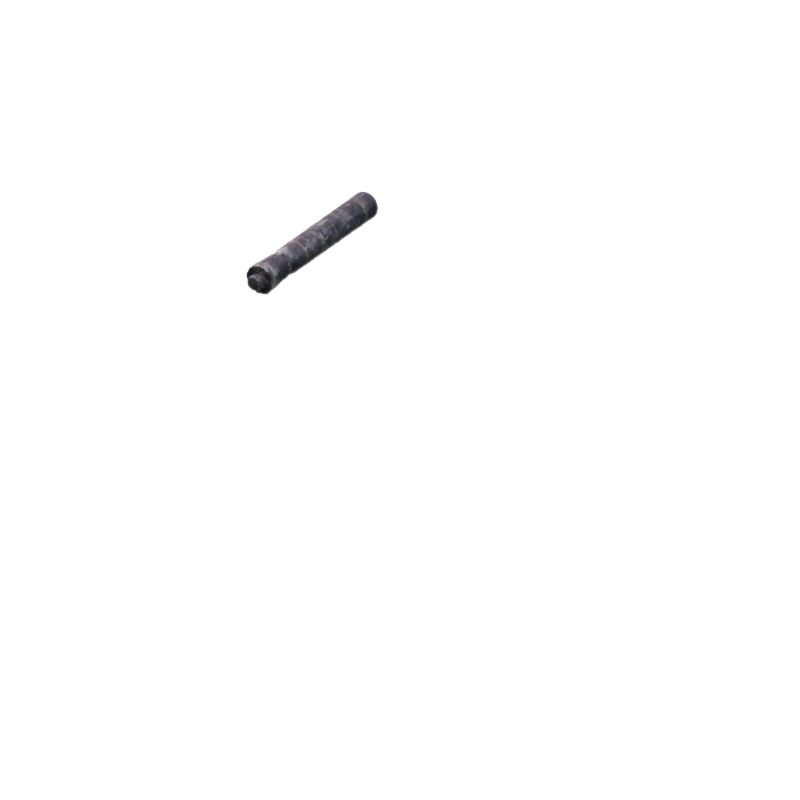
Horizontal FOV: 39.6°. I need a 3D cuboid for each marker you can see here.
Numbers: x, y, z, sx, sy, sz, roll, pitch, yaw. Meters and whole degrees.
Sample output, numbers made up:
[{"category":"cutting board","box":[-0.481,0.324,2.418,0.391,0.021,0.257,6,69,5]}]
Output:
[{"category":"marker","box":[-0.053,-0.097,0.677,0.020,0.019,0.123,2,31,35]}]
